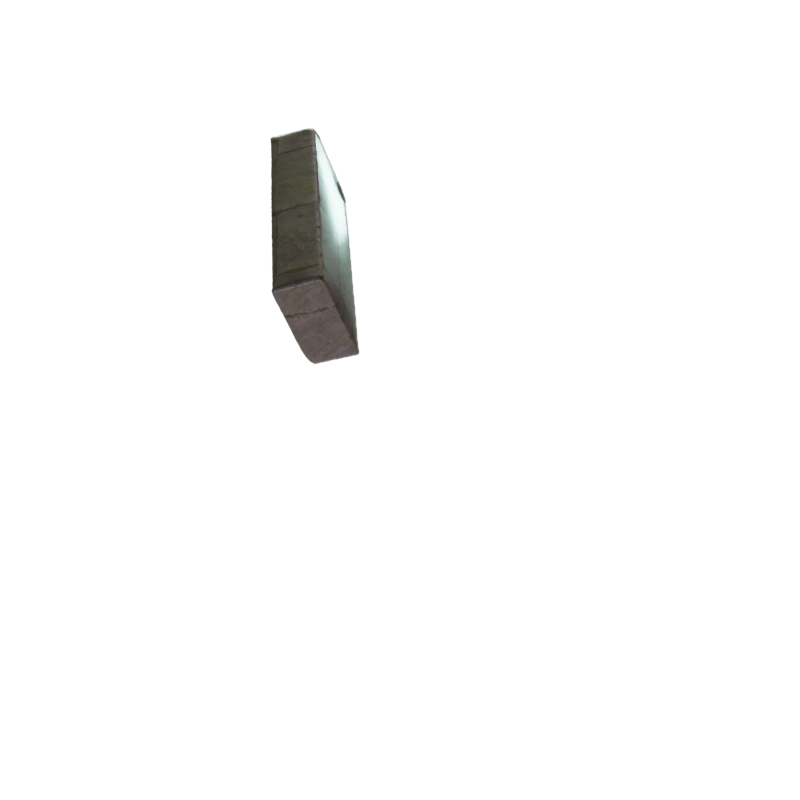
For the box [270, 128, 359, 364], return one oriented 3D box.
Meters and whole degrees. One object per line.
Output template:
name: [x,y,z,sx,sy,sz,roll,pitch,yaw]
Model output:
box: [-0.068,-0.125,0.876,0.048,0.189,0.086,-13,-42,11]
